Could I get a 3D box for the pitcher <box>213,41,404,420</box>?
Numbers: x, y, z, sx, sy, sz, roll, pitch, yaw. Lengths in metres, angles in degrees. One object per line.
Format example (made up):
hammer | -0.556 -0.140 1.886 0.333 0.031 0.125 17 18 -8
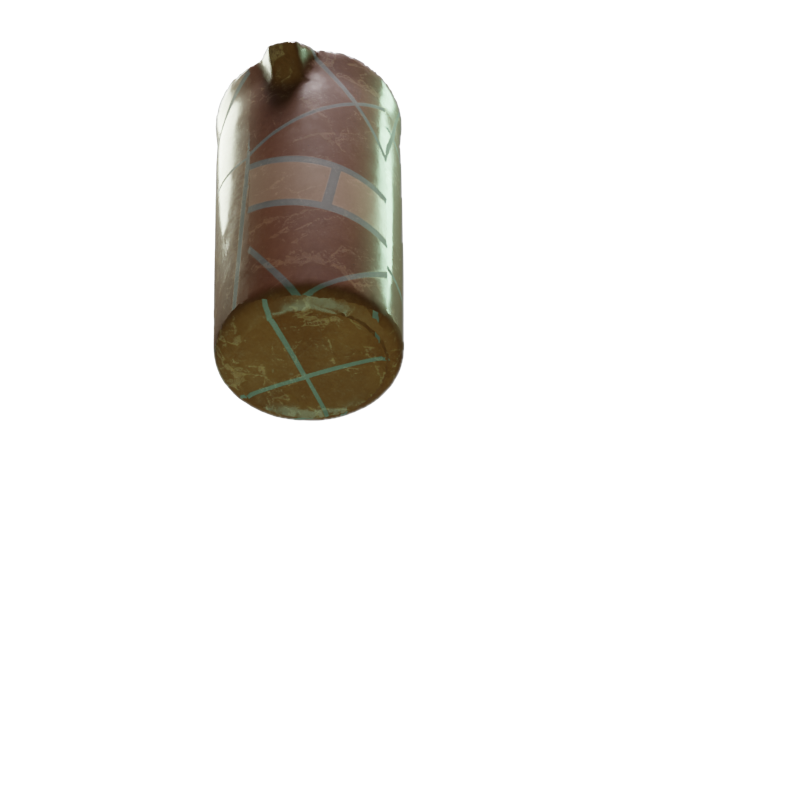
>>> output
pitcher | -0.056 -0.102 0.718 0.142 0.261 0.142 26 -52 -26
